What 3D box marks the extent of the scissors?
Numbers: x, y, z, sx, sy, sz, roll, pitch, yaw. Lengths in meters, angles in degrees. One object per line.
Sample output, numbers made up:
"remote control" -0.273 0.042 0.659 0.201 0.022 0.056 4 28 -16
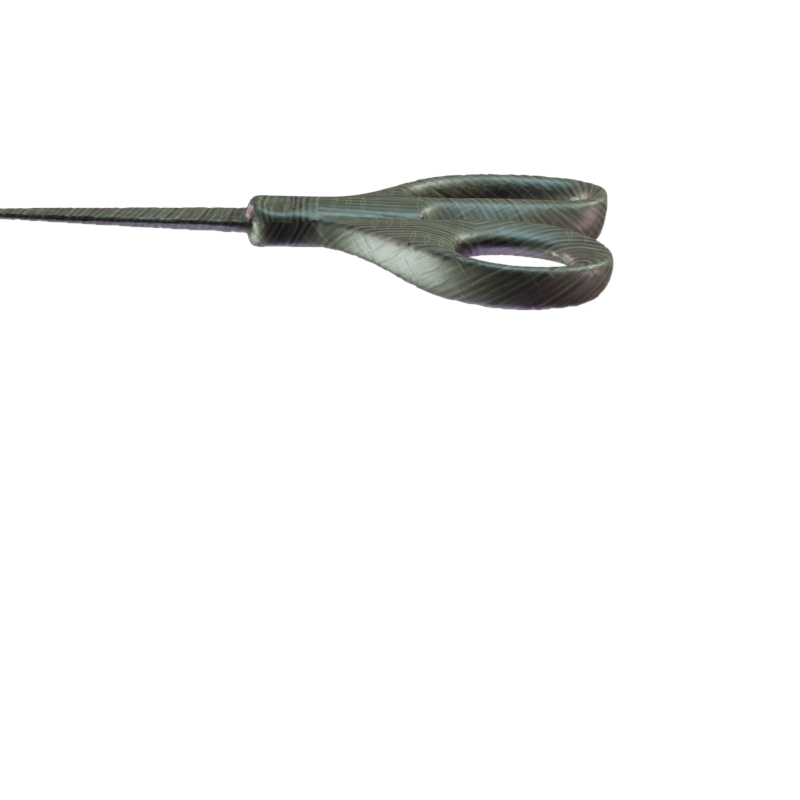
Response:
"scissors" -0.026 -0.048 0.337 0.199 0.015 0.103 -6 28 -11
